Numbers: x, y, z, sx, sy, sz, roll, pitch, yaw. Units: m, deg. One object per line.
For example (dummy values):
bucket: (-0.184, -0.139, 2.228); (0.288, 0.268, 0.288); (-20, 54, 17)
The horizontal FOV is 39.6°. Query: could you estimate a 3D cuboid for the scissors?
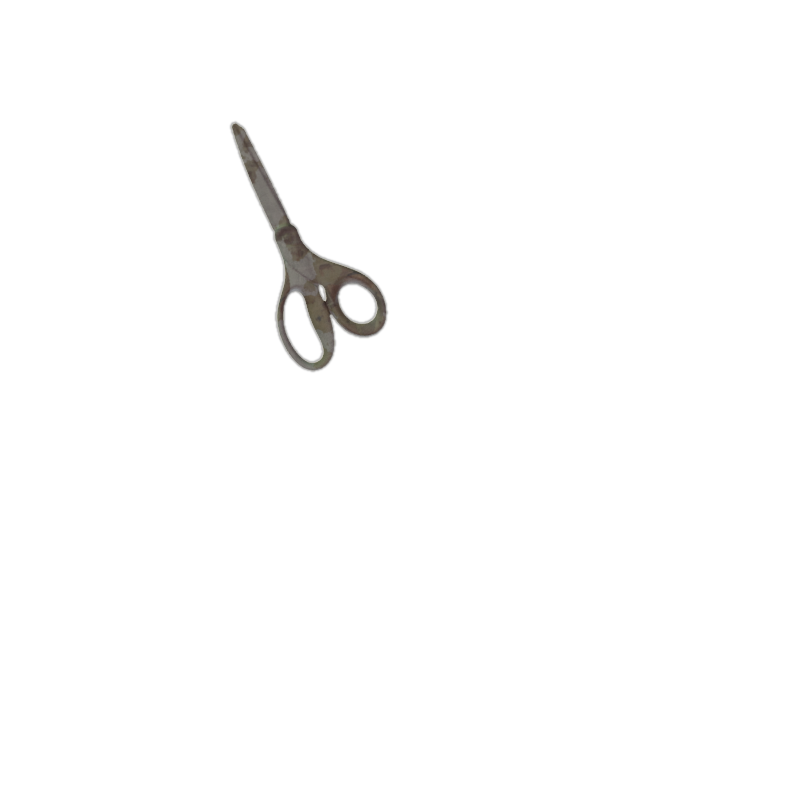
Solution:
scissors: (-0.068, -0.124, 0.865); (0.096, 0.199, 0.016); (-9, 5, 1)
